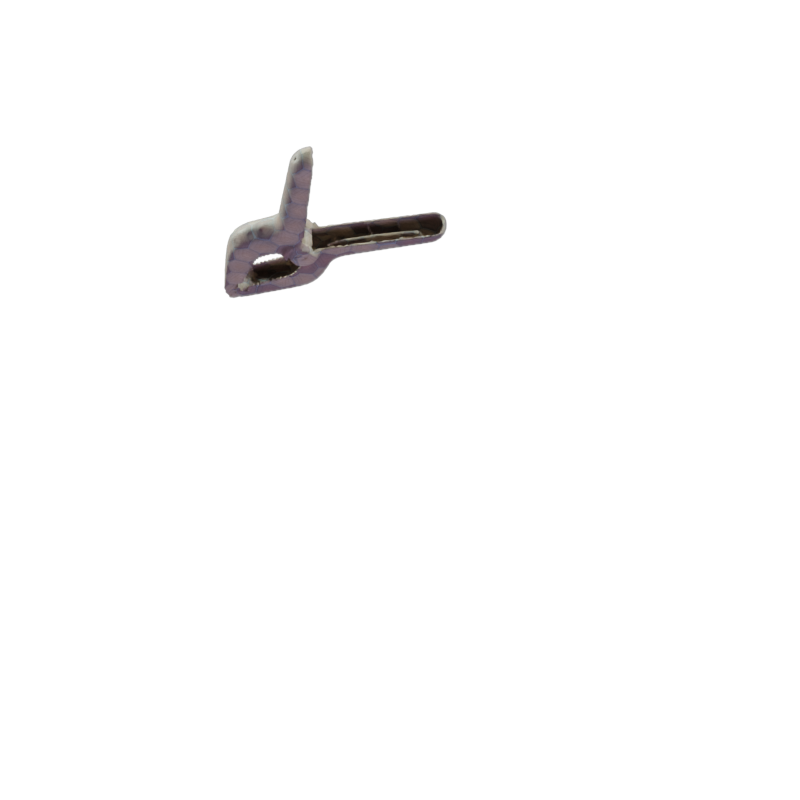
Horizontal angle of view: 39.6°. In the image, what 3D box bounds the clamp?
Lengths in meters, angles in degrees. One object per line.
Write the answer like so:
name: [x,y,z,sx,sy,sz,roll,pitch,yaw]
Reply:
clamp: [-0.075,-0.138,0.964,0.156,0.039,0.208,19,-32,-33]
